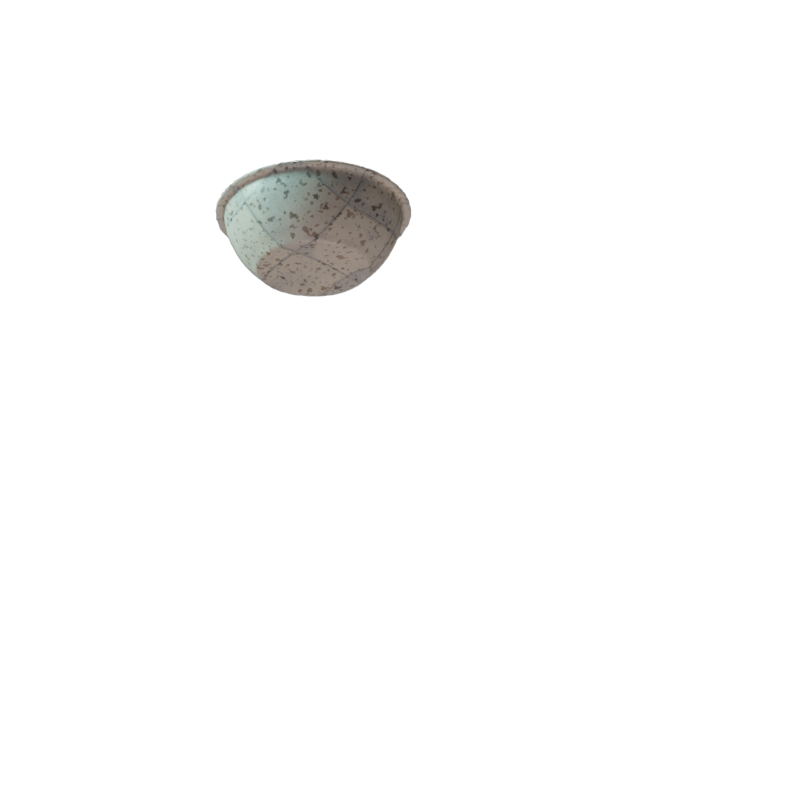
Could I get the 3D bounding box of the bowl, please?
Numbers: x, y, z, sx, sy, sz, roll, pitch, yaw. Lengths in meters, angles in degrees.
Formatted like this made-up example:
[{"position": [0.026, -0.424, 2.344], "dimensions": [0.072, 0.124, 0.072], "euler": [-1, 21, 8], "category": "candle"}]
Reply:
[{"position": [-0.071, -0.129, 0.904], "dimensions": [0.162, 0.058, 0.153], "euler": [1, -25, -2], "category": "bowl"}]
